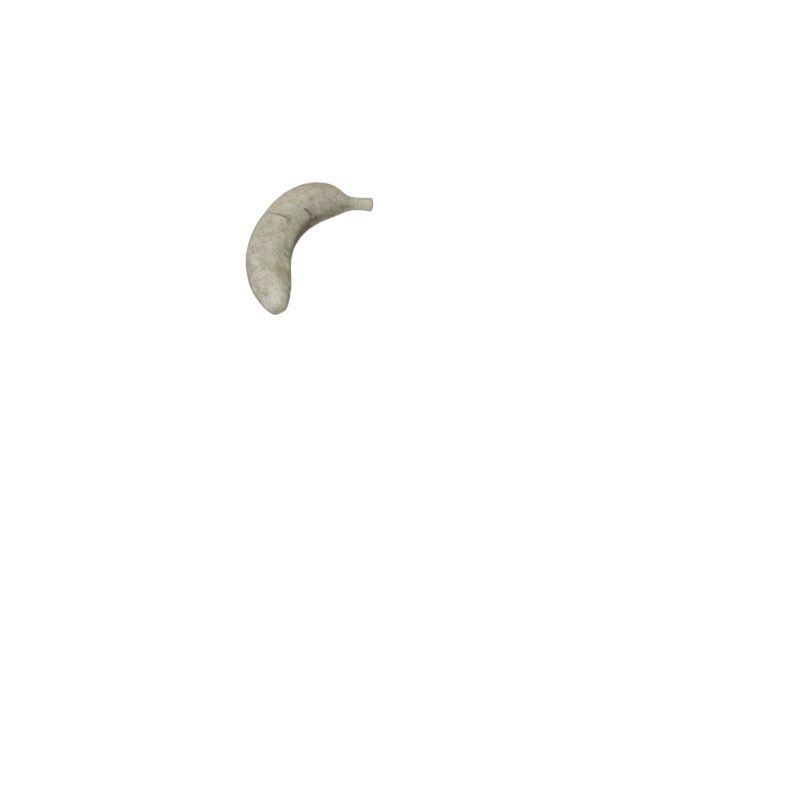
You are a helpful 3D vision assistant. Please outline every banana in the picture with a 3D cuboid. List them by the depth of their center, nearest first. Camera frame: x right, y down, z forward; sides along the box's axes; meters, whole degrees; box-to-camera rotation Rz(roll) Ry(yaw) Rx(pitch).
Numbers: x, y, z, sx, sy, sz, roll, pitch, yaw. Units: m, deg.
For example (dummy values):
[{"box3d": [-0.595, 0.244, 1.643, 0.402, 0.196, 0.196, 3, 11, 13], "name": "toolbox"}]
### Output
[{"box3d": [-0.087, -0.136, 0.916, 0.072, 0.034, 0.205, 13, 38, 16], "name": "banana"}]
